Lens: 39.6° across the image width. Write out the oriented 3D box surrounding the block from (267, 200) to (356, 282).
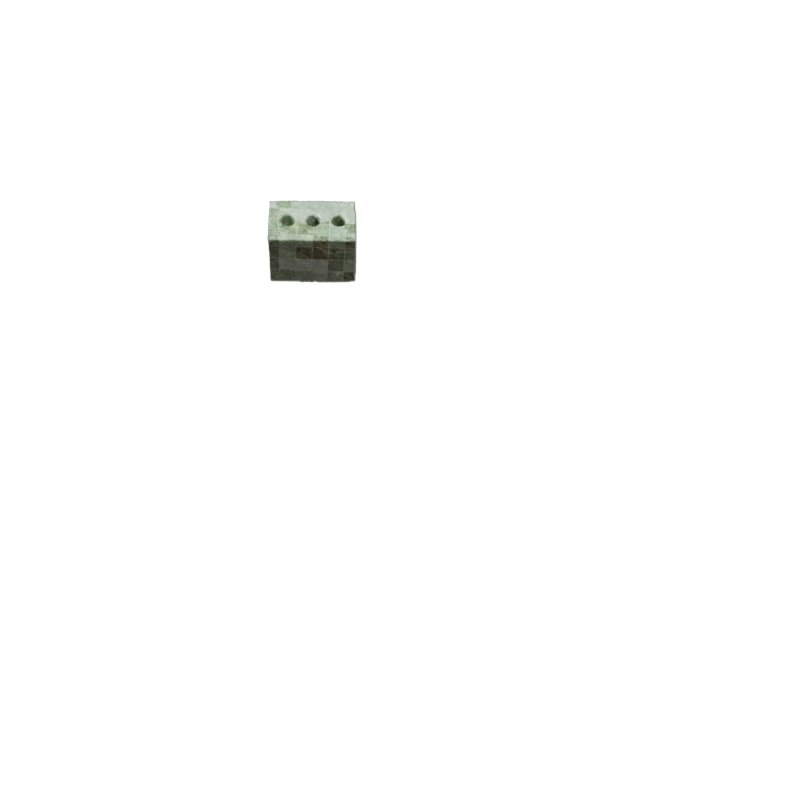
[{"bbox_3d":[-0.076,-0.139,0.973,0.078,0.057,0.048,0,-44,-1],"label":"block"}]
